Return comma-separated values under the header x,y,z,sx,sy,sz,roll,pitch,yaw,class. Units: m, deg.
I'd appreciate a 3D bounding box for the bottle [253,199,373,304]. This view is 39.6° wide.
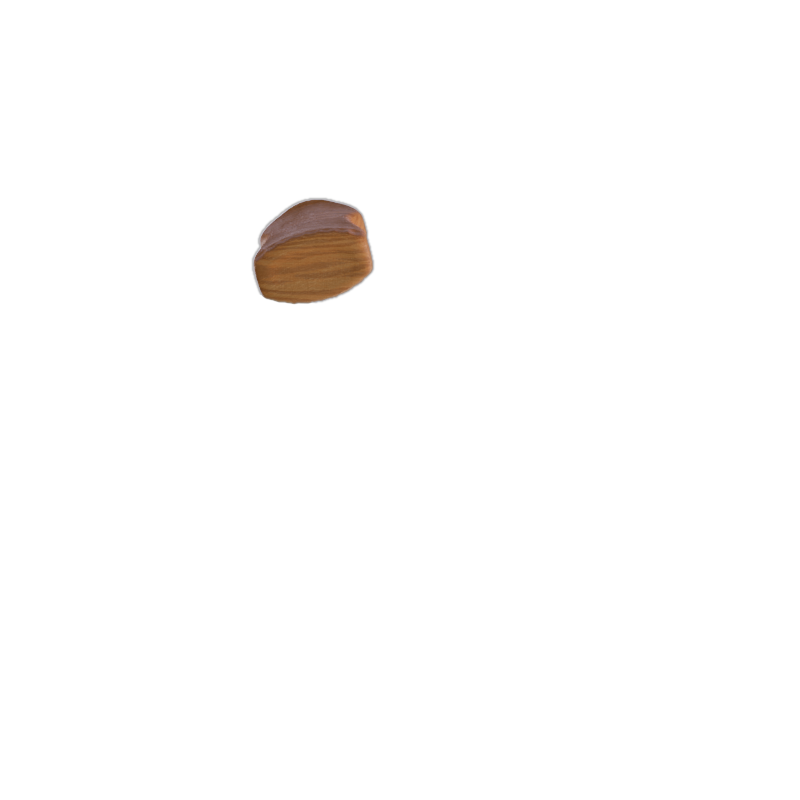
x,y,z,sx,sy,sz,roll,pitch,yaw,class
-0.076,-0.139,0.978,0.096,0.056,0.200,-15,21,2,bottle
